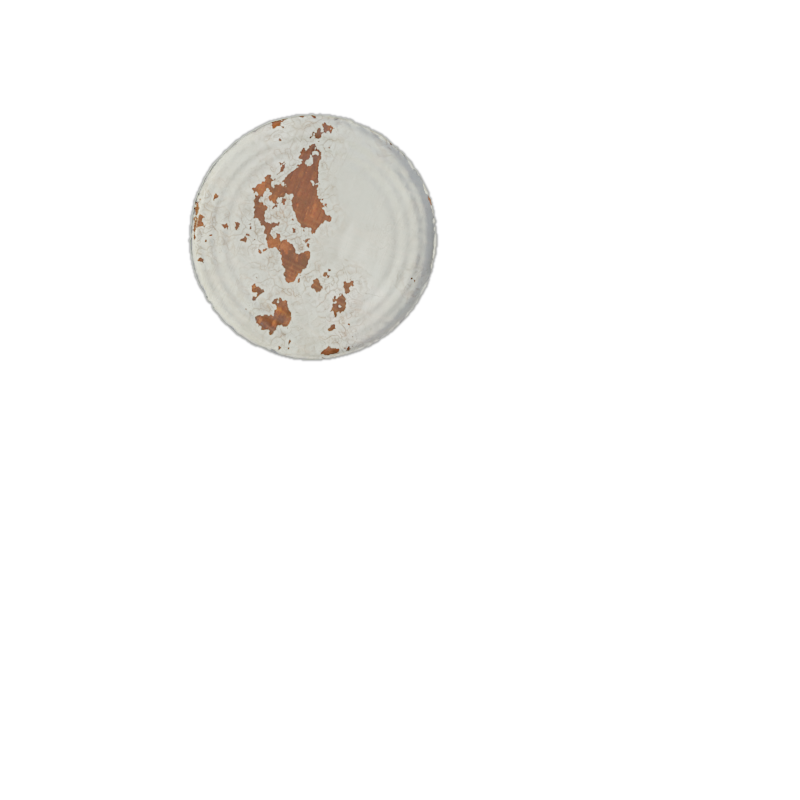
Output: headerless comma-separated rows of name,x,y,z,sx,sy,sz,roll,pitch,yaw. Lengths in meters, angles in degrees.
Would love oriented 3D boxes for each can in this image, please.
can,-0.031,-0.057,0.399,0.086,0.088,0.033,0,-7,-1
